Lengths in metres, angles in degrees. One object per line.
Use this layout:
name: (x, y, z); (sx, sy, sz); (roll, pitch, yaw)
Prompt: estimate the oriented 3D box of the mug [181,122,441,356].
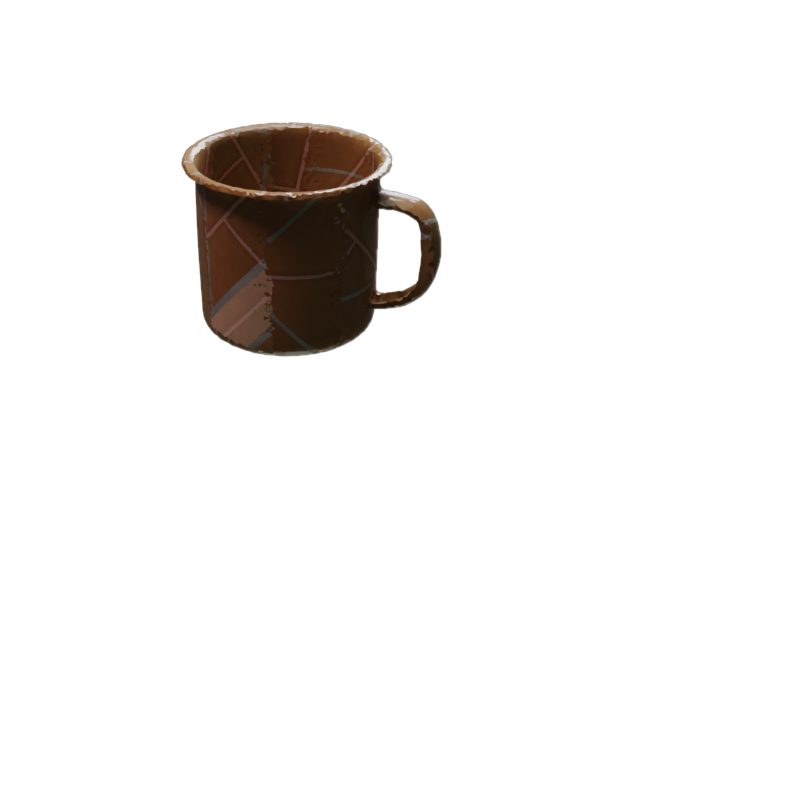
mug: (-0.039, -0.072, 0.502); (0.119, 0.077, 0.097); (7, 30, 11)
